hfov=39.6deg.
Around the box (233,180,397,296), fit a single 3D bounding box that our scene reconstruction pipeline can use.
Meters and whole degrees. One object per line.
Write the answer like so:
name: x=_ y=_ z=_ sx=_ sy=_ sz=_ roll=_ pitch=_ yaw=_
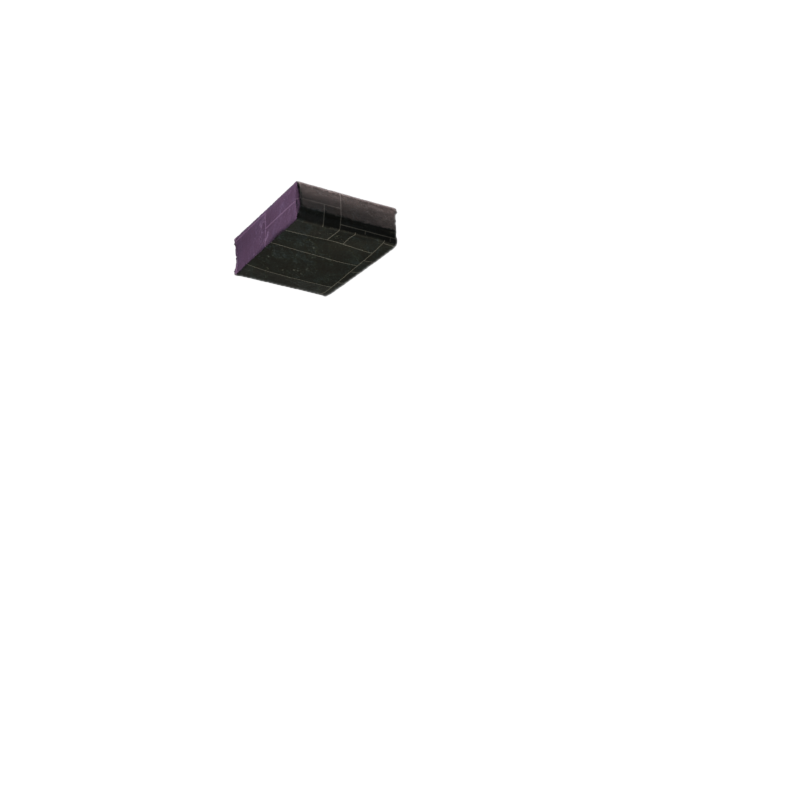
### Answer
box: x=-0.069 y=-0.125 z=0.877 sx=0.086 sy=0.041 sz=0.112 roll=14 pitch=-27 yaw=-29
